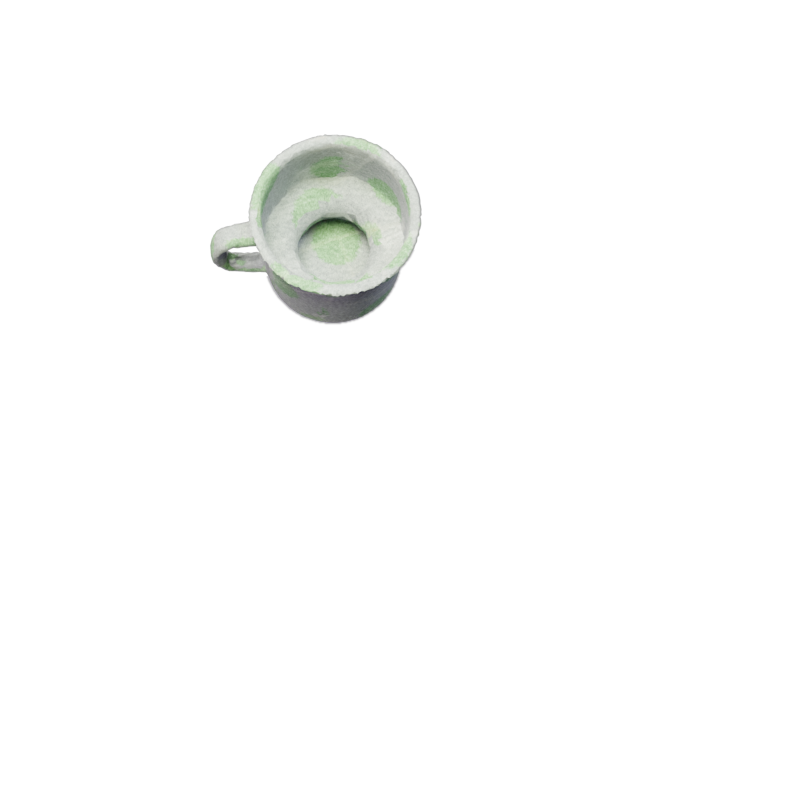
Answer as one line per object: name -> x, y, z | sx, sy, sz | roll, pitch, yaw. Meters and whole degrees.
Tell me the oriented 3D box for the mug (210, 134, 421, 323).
mug -> -0.049, -0.090, 0.632 | 0.117, 0.098, 0.078 | -10, -16, -5
